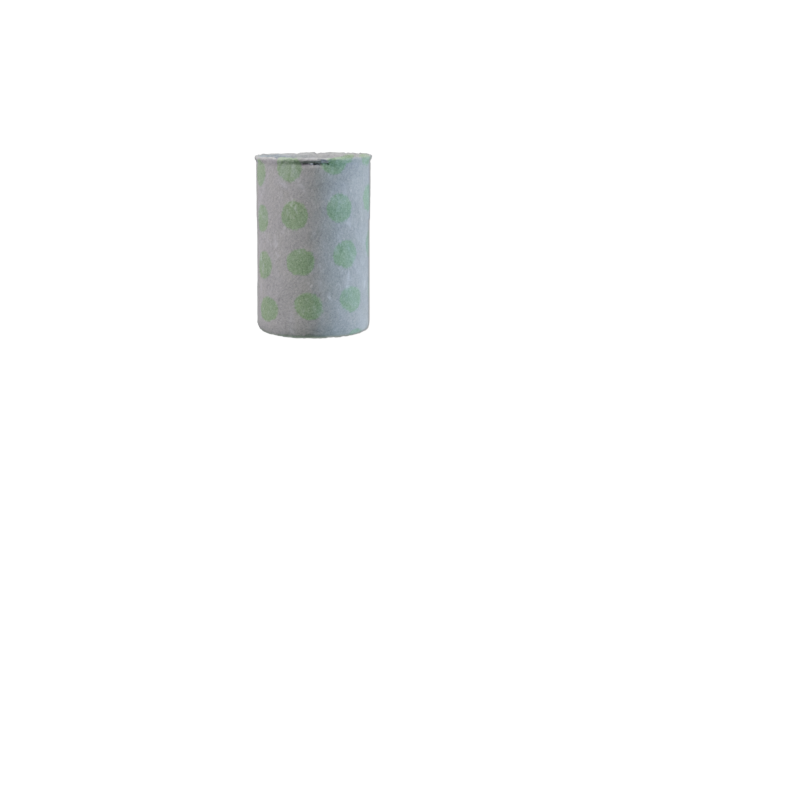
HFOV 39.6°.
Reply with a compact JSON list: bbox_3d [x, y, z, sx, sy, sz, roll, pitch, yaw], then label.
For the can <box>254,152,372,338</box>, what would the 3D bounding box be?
[{"bbox_3d":[-0.051,-0.092,0.648,0.068,0.100,0.070,0,10,-2],"label":"can"}]
